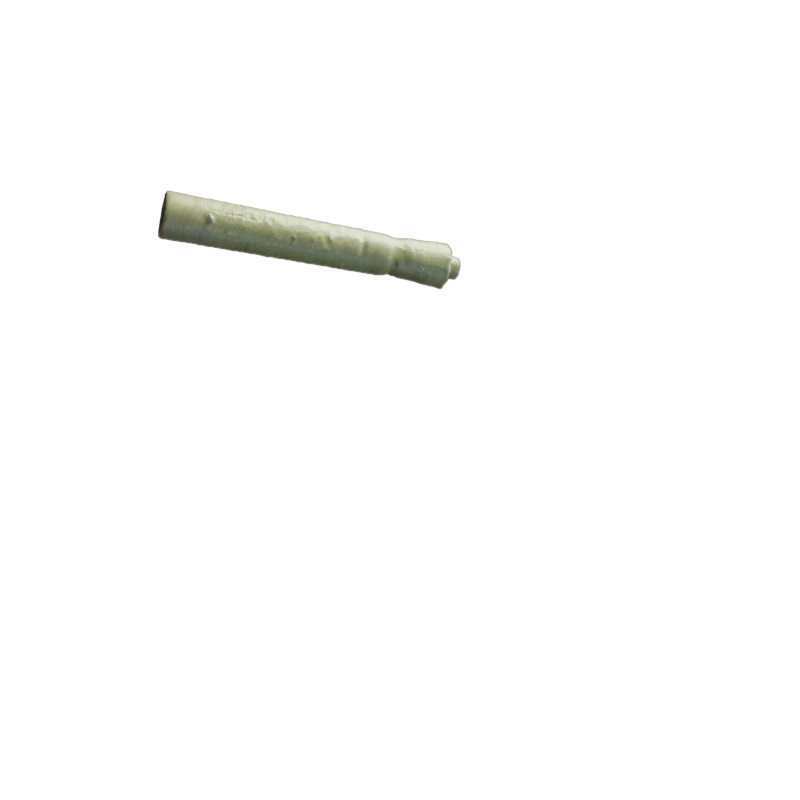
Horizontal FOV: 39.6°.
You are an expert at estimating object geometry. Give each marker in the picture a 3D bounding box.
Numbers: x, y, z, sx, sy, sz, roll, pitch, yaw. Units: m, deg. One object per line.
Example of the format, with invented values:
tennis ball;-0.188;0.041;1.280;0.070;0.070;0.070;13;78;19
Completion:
marker;-0.034;-0.063;0.438;0.119;0.020;0.020;9;2;-11
